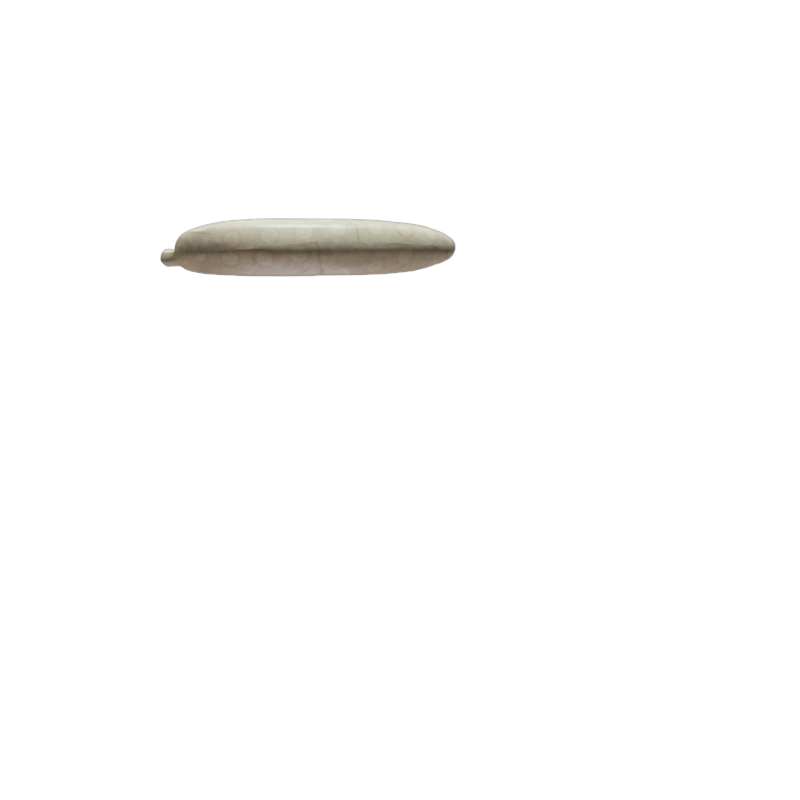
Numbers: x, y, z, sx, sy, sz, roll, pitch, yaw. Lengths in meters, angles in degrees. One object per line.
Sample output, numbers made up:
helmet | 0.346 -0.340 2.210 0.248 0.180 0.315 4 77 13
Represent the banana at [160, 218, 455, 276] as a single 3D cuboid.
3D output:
banana | -0.060 -0.100 0.716 0.197 0.036 0.071 0 13 -1
